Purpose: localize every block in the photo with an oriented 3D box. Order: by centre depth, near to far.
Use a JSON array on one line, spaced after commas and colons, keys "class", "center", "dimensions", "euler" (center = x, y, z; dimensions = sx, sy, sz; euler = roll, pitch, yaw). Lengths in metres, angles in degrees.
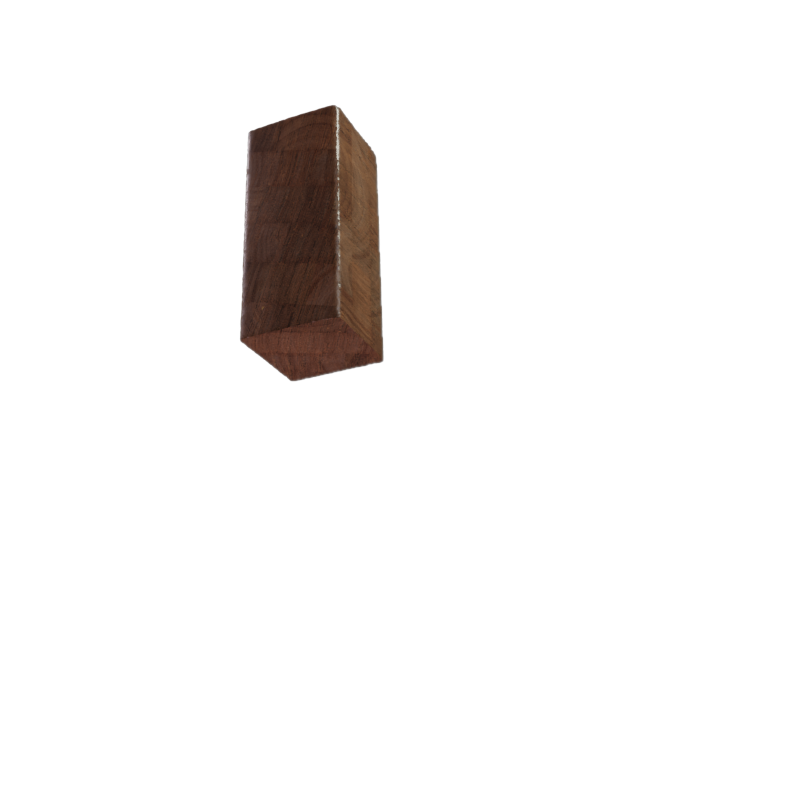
[{"class": "block", "center": [-0.073, -0.135, 0.942], "dimensions": [0.091, 0.219, 0.084], "euler": [-14, -31, 21]}]
